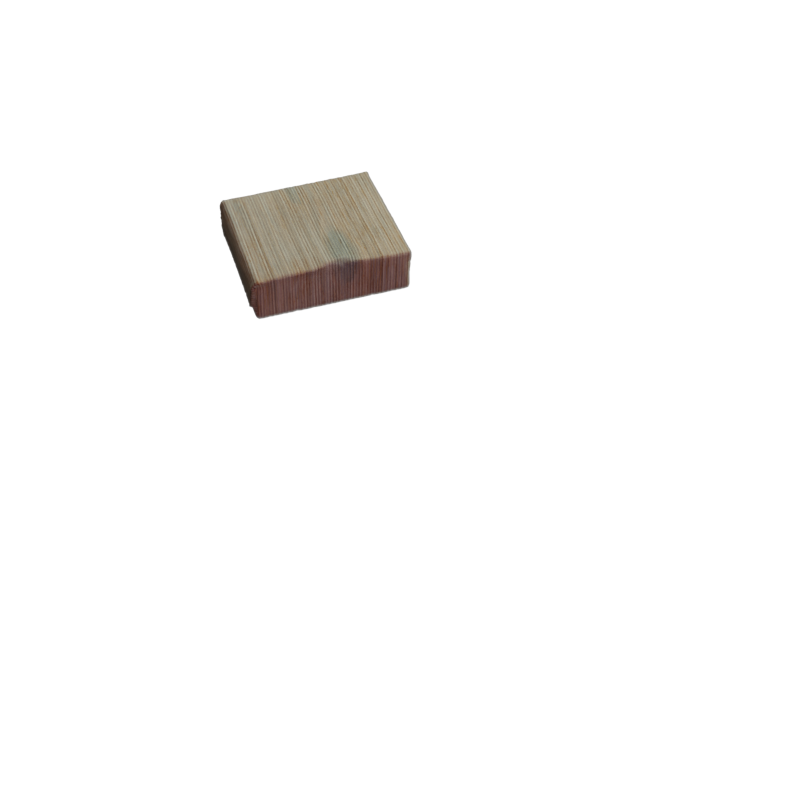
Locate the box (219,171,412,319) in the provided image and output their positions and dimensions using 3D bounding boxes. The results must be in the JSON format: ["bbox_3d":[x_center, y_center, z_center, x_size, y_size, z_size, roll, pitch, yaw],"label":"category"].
[{"bbox_3d":[-0.048,-0.087,0.607,0.088,0.028,0.079,-13,47,-13],"label":"box"}]
